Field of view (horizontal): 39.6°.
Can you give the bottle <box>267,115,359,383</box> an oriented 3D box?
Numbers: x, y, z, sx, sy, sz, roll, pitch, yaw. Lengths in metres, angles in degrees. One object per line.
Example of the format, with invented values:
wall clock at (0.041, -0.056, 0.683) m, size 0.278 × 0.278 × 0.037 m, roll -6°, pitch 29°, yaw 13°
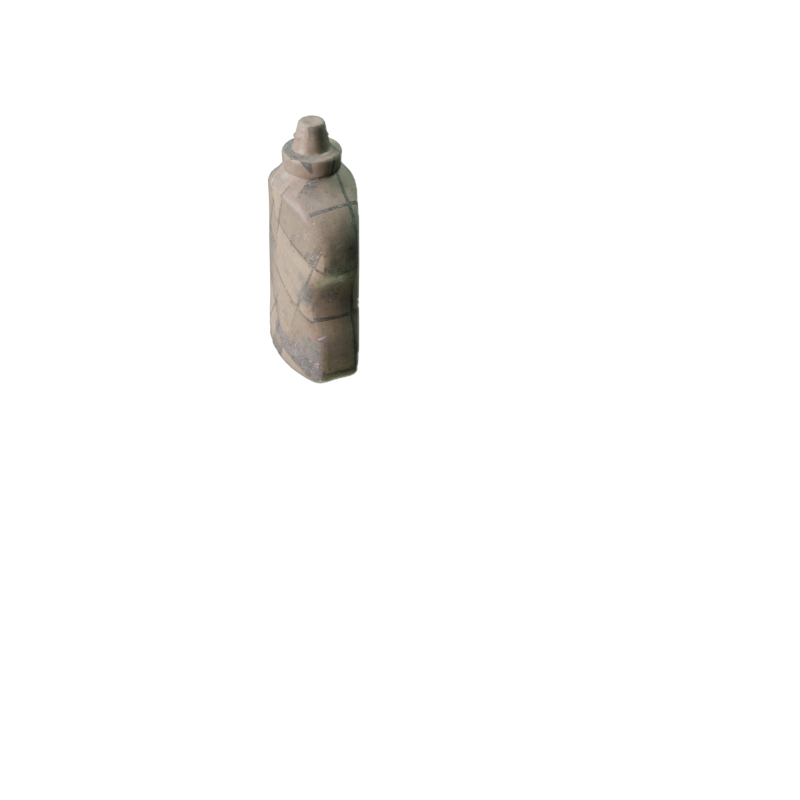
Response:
bottle at (-0.062, -0.113, 0.789) m, size 0.057 × 0.179 × 0.104 m, roll -12°, pitch 38°, yaw -20°
